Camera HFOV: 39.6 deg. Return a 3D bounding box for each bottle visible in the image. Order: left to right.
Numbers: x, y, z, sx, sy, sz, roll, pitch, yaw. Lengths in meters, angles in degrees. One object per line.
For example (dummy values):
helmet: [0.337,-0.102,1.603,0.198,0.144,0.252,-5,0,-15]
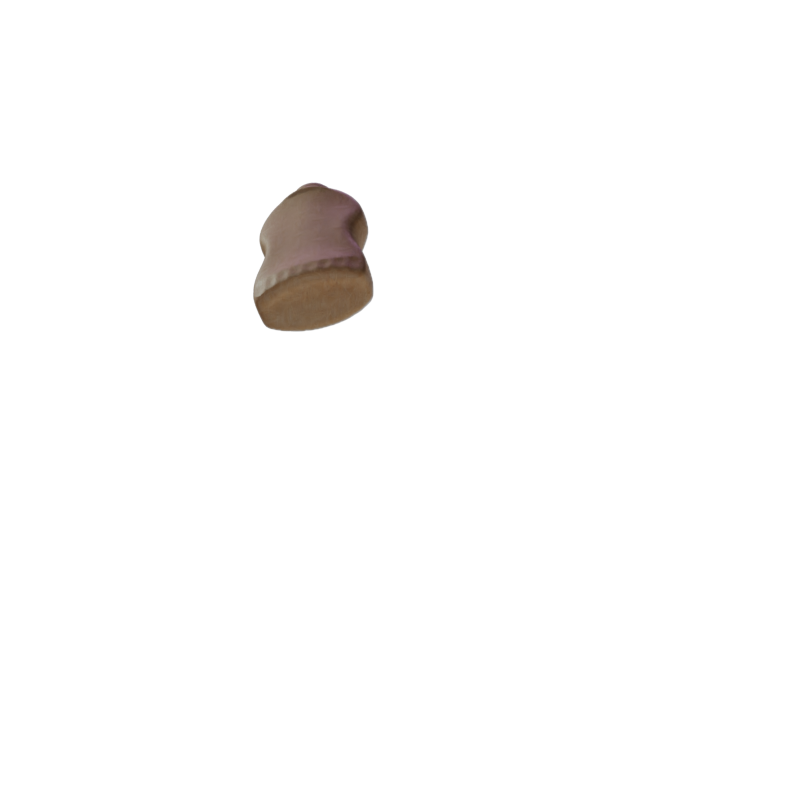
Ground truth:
bottle: [-0.076,-0.138,0.970,0.096,0.054,0.205,-16,36,8]
